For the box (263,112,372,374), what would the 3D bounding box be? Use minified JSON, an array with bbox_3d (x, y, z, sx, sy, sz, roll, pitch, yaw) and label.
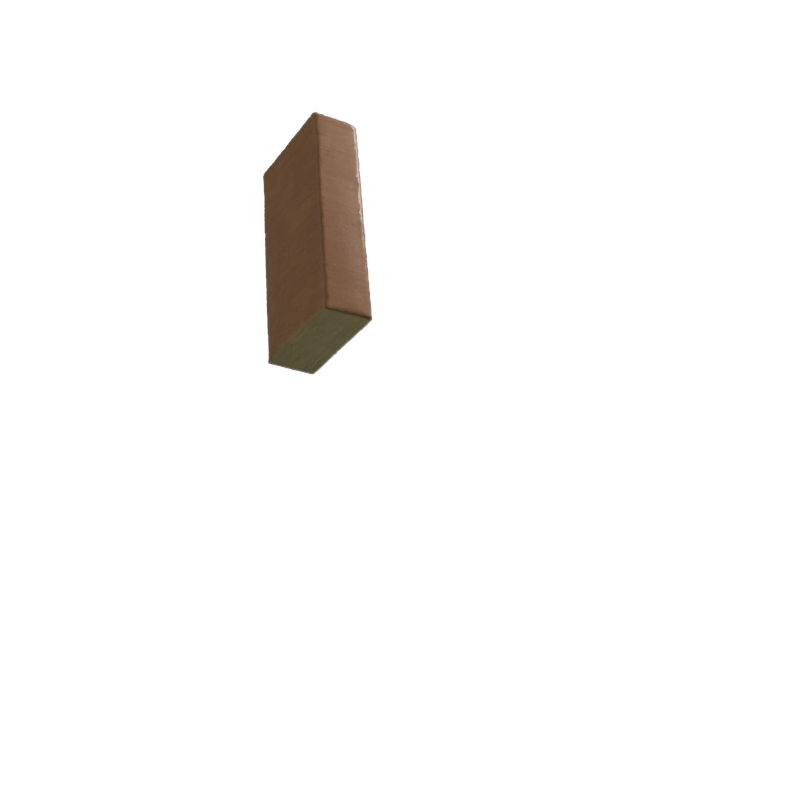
[{"bbox_3d":[-0.065,-0.119,0.834,0.046,0.188,0.091,16,-36,-27],"label":"box"}]
